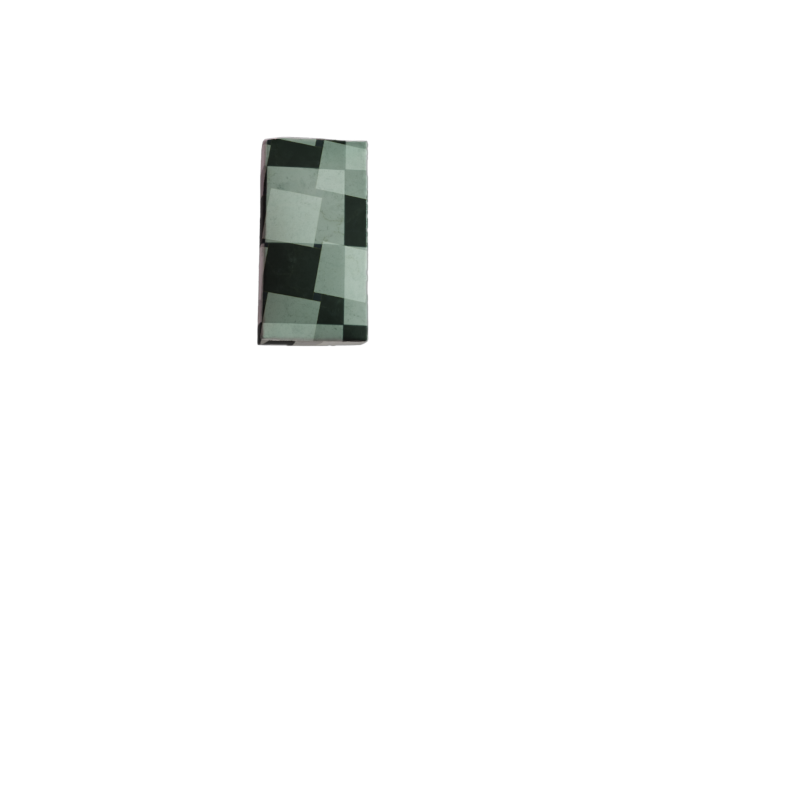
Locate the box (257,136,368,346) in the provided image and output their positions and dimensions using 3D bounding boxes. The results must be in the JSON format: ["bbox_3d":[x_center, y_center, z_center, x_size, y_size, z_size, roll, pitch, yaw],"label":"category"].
[{"bbox_3d":[-0.074,-0.135,0.948,0.092,0.181,0.047,0,-10,-7],"label":"box"}]
